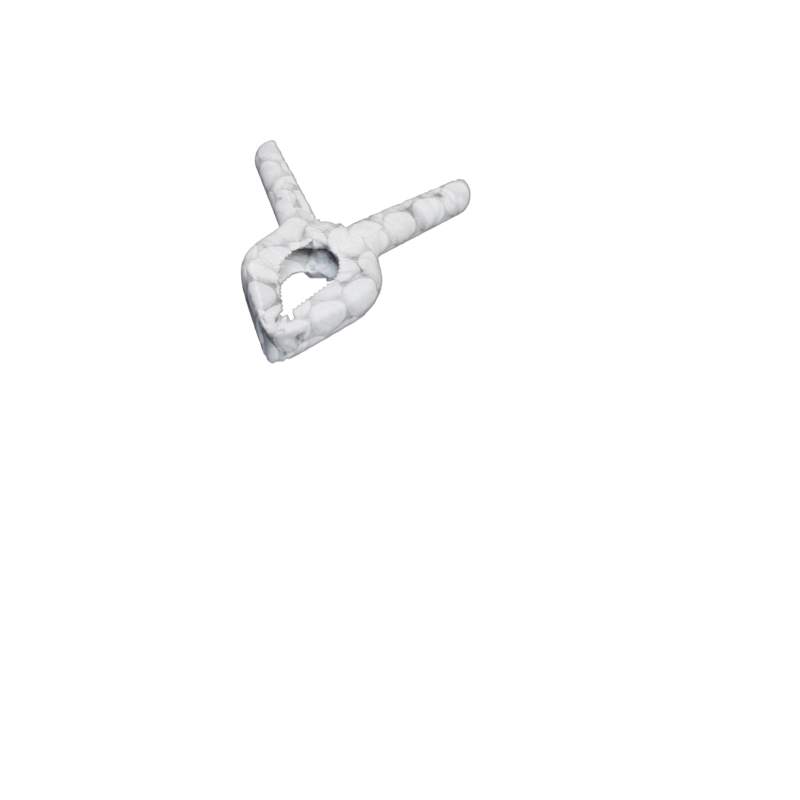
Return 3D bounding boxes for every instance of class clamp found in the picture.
[{"bbox_3d":[-0.060,-0.110,0.767,0.170,0.034,0.218,16,46,16],"label":"clamp"}]
